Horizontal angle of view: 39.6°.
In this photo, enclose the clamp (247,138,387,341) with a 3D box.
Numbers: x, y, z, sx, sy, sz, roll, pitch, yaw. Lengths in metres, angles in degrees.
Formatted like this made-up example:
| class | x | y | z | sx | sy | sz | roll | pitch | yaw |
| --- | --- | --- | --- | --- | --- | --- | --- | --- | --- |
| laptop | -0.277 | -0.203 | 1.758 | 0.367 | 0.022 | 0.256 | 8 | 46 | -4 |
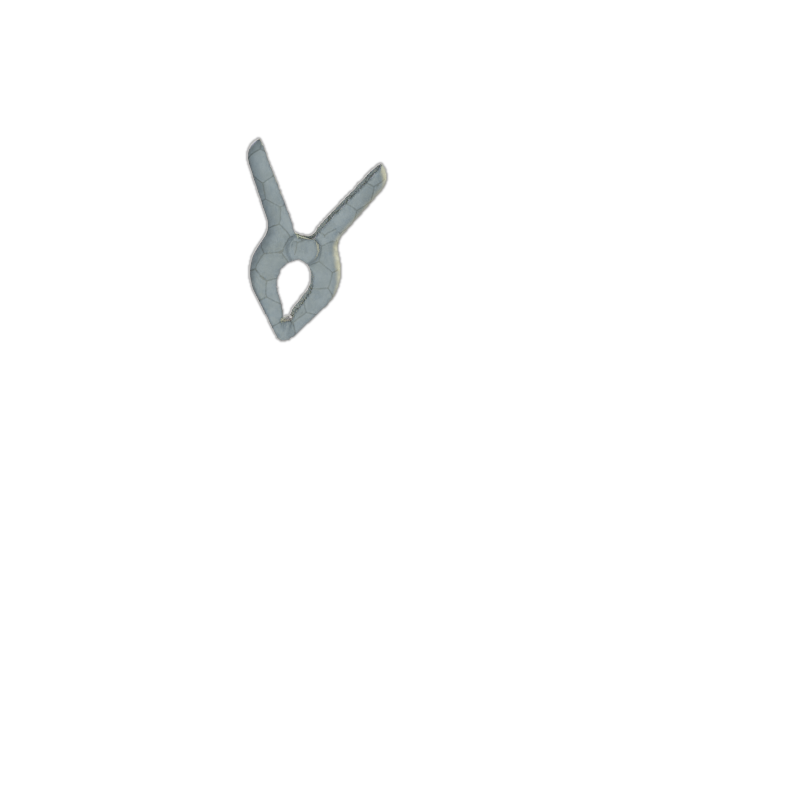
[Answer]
| class | x | y | z | sx | sy | sz | roll | pitch | yaw |
| --- | --- | --- | --- | --- | --- | --- | --- | --- | --- |
| clamp | -0.074 | -0.136 | 0.952 | 0.120 | 0.168 | 0.040 | 4 | 10 | -1 |
